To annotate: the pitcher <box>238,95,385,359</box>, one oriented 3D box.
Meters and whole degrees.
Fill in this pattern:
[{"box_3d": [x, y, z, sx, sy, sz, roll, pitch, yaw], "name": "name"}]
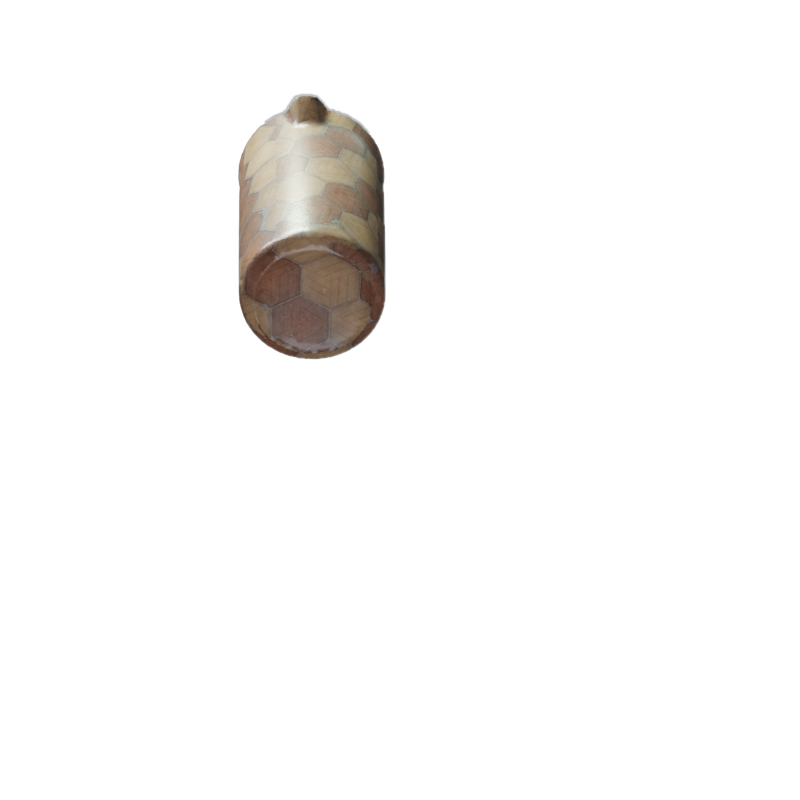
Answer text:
[{"box_3d": [-0.072, -0.131, 0.914, 0.142, 0.143, 0.259, 39, 22, -24], "name": "pitcher"}]
